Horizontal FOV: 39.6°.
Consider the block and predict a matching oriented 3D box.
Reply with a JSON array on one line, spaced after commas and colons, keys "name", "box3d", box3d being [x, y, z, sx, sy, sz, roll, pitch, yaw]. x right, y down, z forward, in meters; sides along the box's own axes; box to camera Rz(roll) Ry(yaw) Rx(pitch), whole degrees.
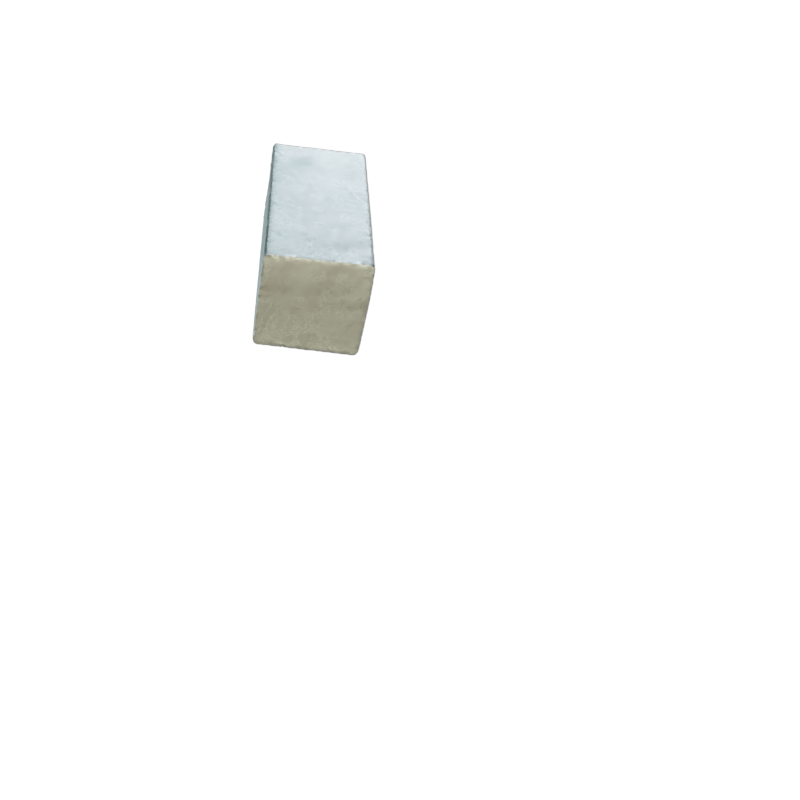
[{"name": "block", "box3d": [-0.076, -0.139, 0.979, 0.090, 0.085, 0.220, 6, 35, -8]}]
